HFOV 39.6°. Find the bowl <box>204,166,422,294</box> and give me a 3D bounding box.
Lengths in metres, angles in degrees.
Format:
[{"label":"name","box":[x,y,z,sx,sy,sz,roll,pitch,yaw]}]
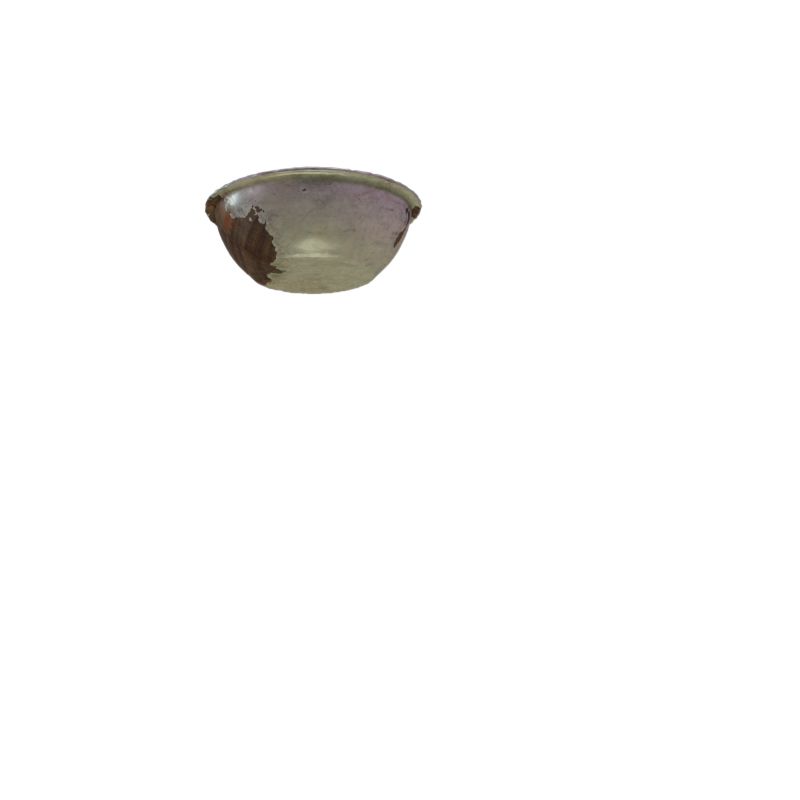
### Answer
[{"label":"bowl","box":[-0.064,-0.117,0.821,0.162,0.057,0.156,0,-13,-2]}]
